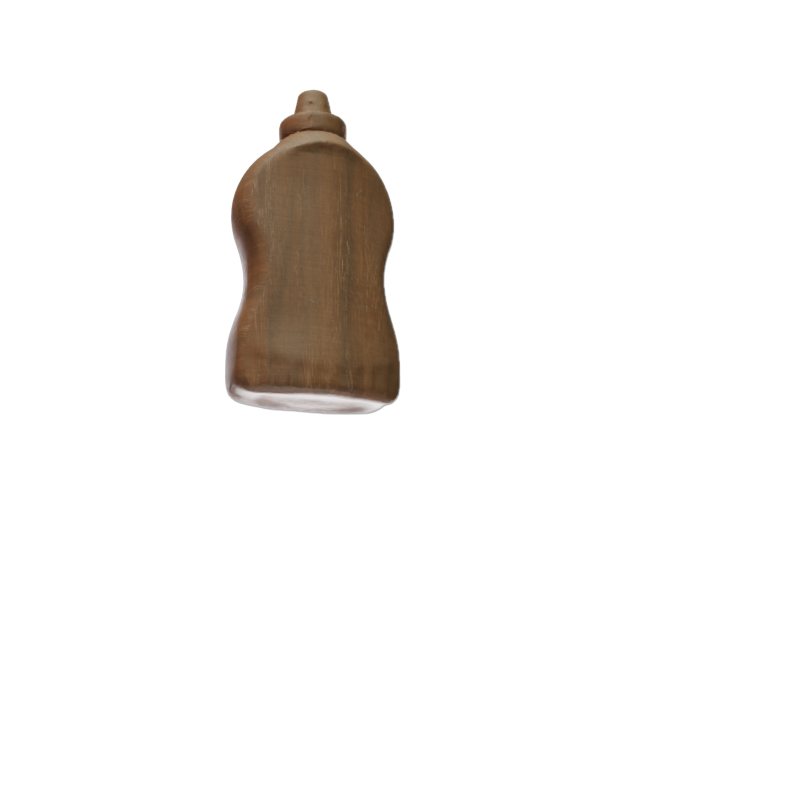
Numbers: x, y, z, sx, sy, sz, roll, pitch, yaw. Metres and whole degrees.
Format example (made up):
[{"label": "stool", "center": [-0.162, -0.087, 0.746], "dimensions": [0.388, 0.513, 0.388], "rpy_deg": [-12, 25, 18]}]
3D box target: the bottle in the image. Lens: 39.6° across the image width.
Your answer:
[{"label": "bottle", "center": [-0.051, -0.092, 0.643], "dimensions": [0.093, 0.201, 0.057], "rpy_deg": [6, -21, -20]}]
